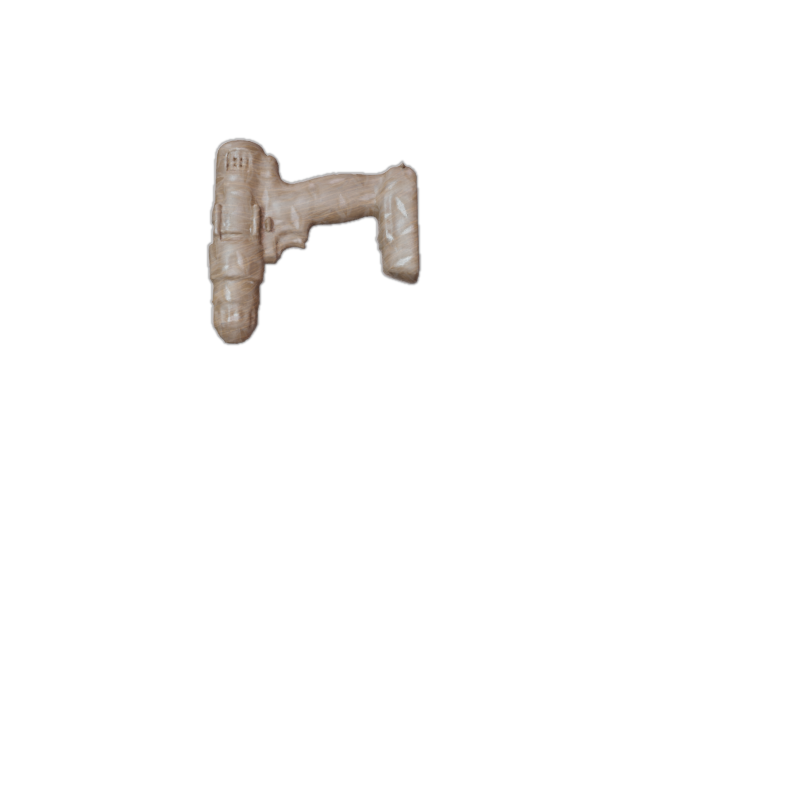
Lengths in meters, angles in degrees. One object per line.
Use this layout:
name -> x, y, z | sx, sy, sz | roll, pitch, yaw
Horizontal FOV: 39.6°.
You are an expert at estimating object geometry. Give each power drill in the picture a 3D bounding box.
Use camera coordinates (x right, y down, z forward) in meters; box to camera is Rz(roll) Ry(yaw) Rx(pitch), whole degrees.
power drill -> -0.077, -0.141, 0.987 | 0.187, 0.189, 0.056 | 0, -9, 0
